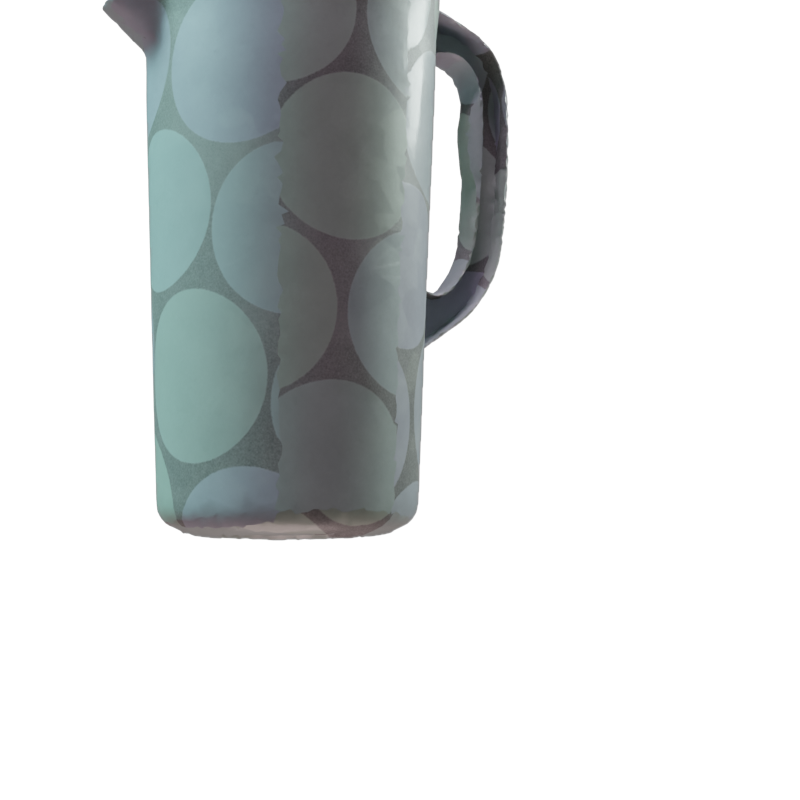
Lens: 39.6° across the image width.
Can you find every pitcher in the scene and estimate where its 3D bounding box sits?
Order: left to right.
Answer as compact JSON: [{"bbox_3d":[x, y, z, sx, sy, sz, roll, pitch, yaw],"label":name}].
[{"bbox_3d":[-0.038,-0.069,0.481,0.152,0.249,0.139,-3,-8,19],"label":"pitcher"}]
